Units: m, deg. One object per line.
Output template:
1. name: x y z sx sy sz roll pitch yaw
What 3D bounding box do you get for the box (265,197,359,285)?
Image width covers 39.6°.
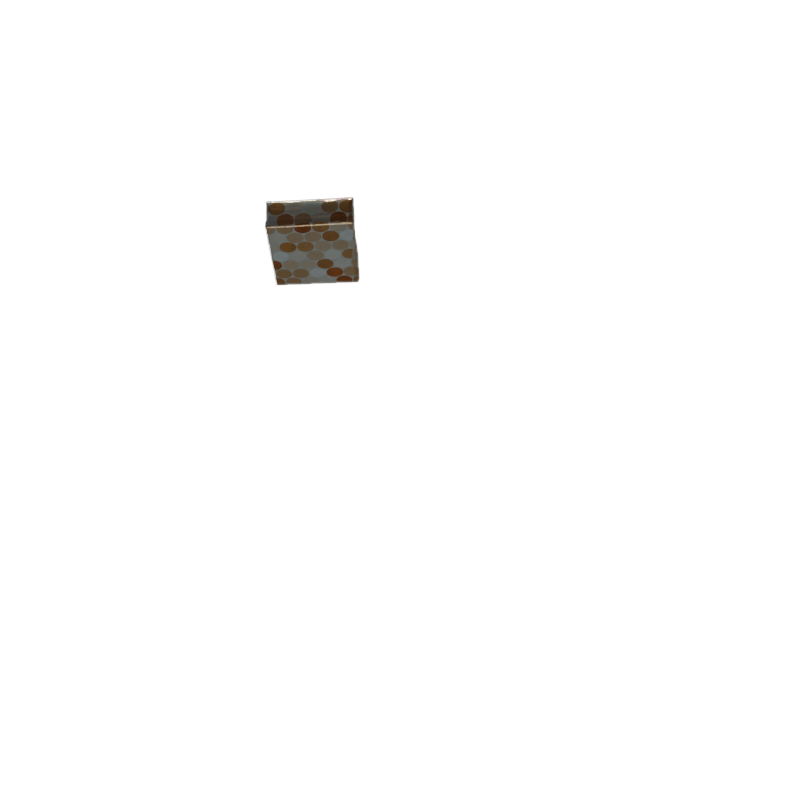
1. box: -0.073 -0.134 0.936 0.073 0.032 0.083 -2 -32 2
